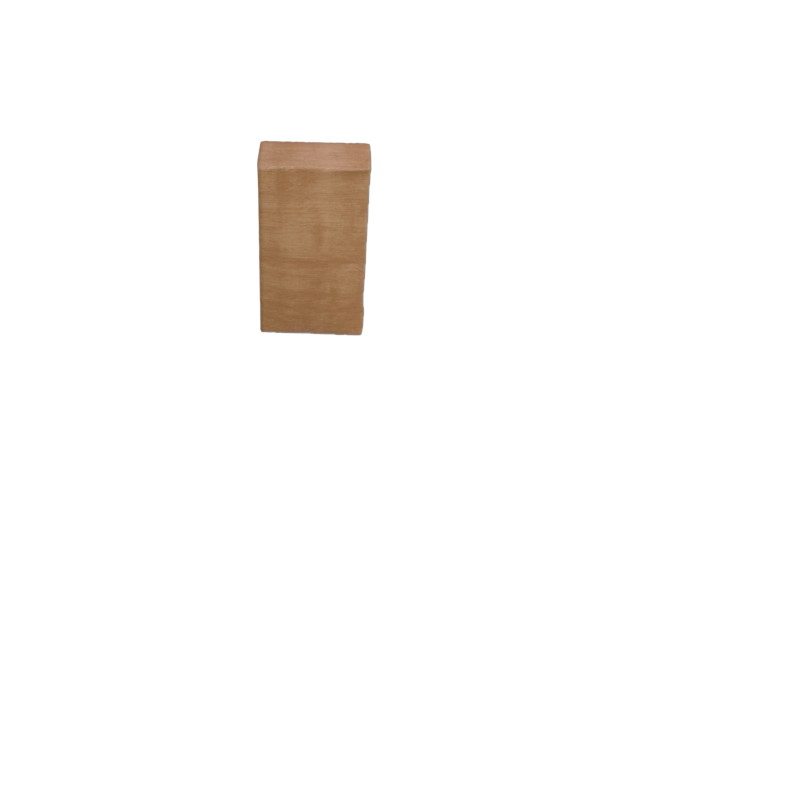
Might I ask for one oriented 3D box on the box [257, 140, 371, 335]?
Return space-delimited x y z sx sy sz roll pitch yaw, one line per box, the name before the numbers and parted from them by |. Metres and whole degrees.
box | -0.074 -0.134 0.939 0.093 0.164 0.051 2 42 -1
